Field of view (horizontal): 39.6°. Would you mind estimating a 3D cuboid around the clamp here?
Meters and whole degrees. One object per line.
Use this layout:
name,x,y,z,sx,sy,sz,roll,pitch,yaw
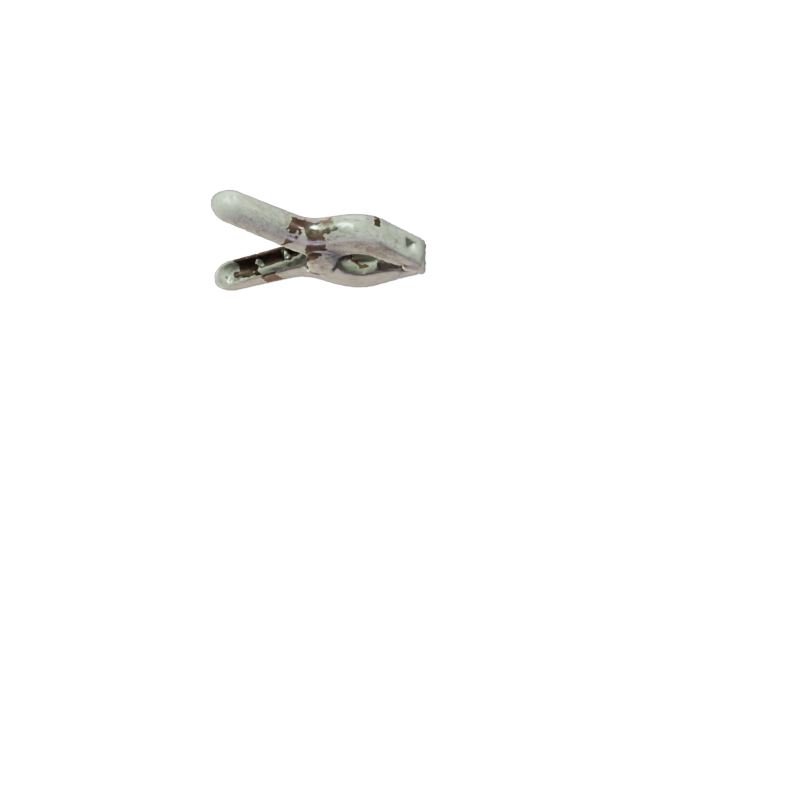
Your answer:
clamp,-0.066,-0.121,0.847,0.172,0.041,0.113,-2,-21,4
